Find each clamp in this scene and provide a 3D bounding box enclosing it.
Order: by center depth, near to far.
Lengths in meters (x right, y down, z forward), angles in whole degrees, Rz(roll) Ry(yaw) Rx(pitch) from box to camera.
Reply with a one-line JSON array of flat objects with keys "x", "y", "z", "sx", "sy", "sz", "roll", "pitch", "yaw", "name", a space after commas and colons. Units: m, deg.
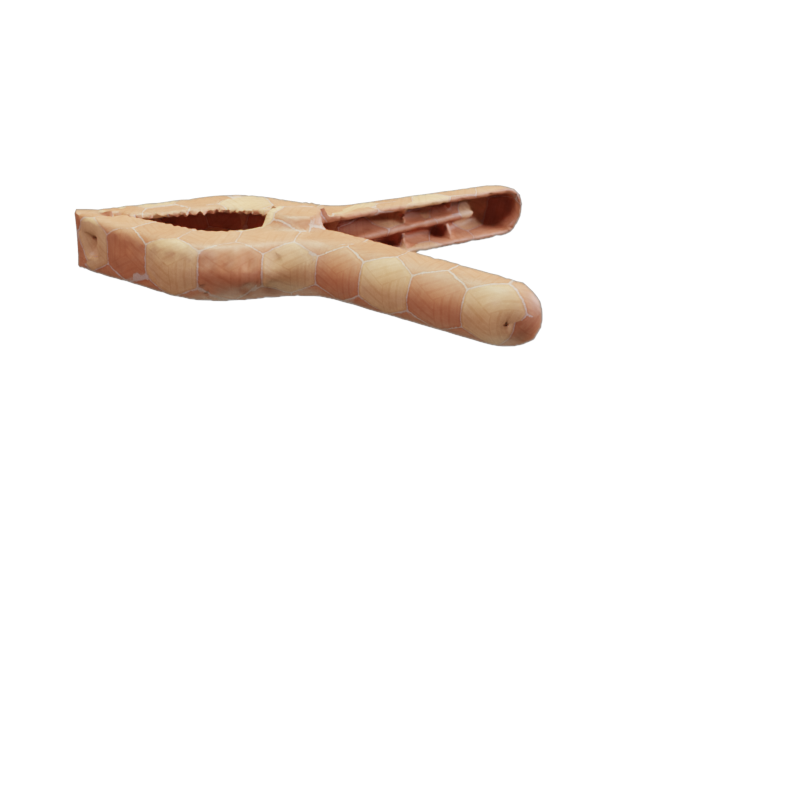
[{"x": -0.039, "y": -0.071, "z": 0.498, "sx": 0.214, "sy": 0.035, "sz": 0.169, "roll": 5, "pitch": 24, "yaw": 12, "name": "clamp"}]
